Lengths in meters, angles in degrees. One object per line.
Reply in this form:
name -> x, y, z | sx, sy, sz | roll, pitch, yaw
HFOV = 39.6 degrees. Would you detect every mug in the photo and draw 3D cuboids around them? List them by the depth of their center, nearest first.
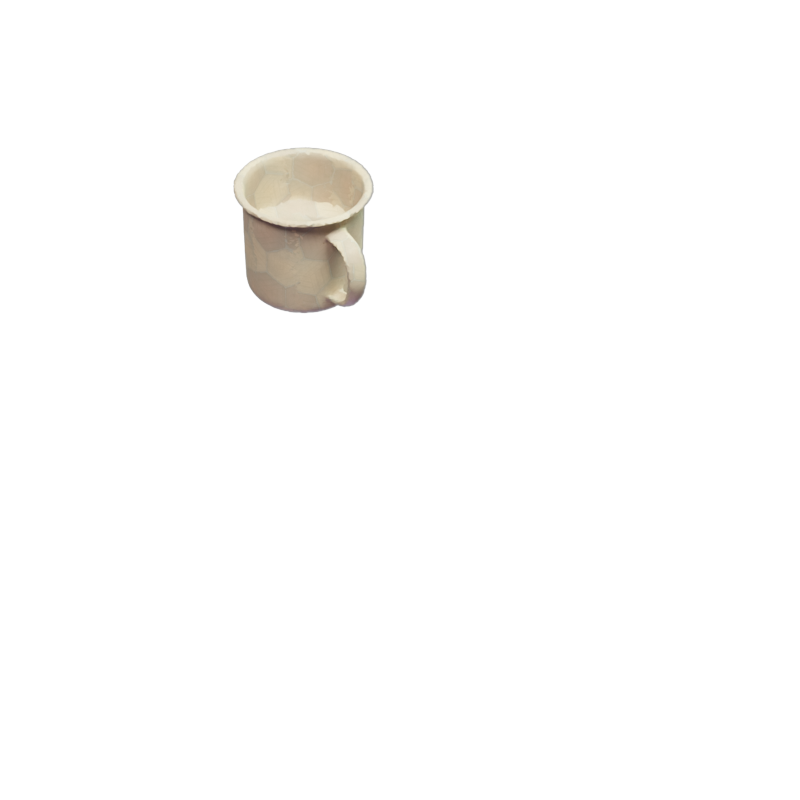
mug -> -0.059, -0.107, 0.750 | 0.092, 0.076, 0.126 | -24, 47, -27
